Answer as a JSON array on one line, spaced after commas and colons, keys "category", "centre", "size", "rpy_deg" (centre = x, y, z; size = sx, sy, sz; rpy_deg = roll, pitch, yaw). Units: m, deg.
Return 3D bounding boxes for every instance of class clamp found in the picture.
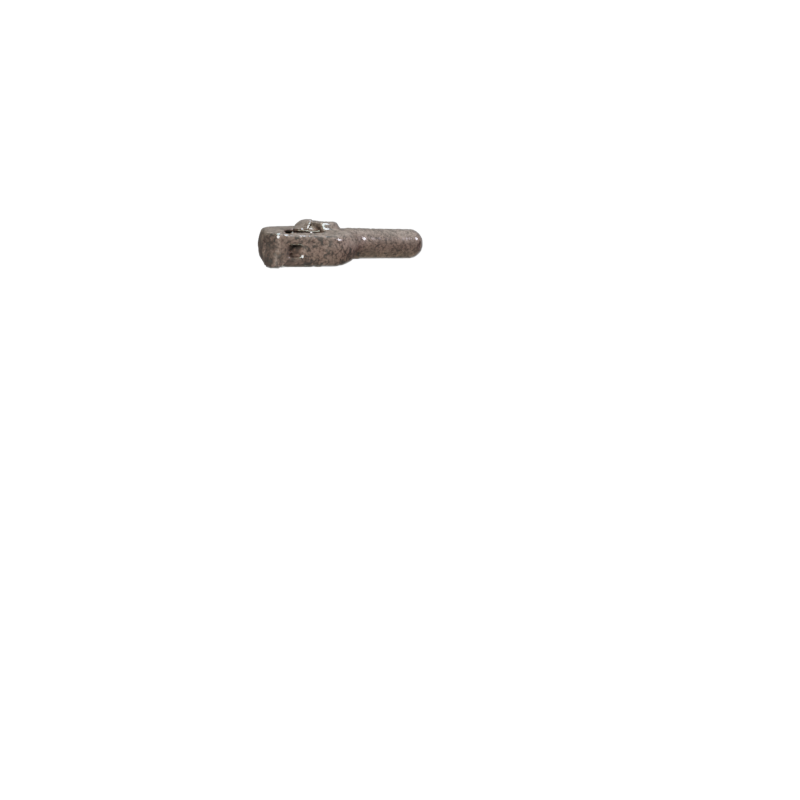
[{"category": "clamp", "centre": [-0.072, -0.131, 0.914], "size": [0.125, 0.039, 0.166], "rpy_deg": [5, 10, 33]}]
